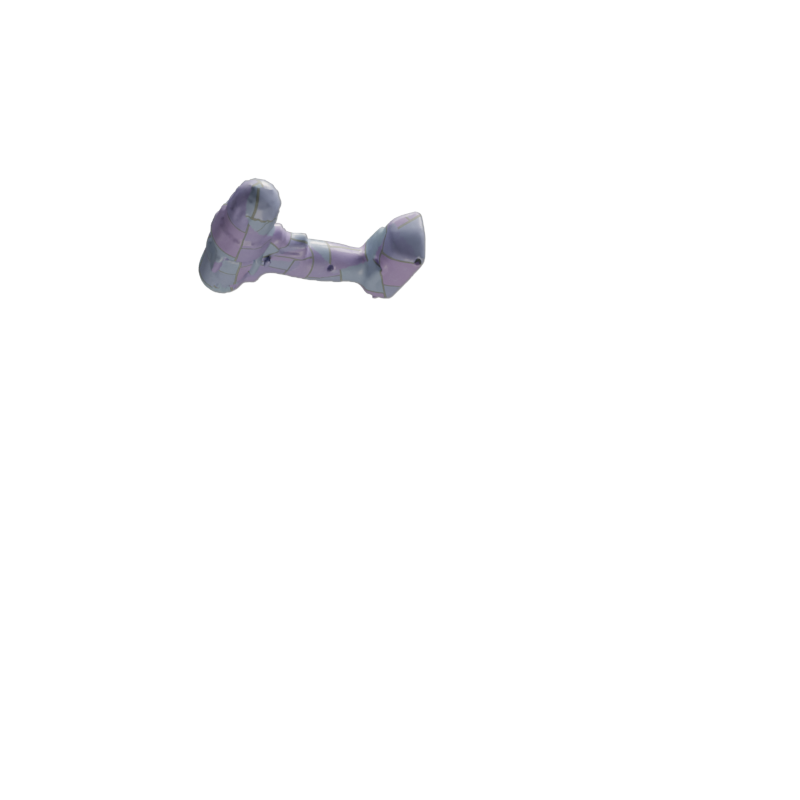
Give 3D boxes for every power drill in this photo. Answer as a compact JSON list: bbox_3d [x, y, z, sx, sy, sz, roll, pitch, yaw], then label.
[{"bbox_3d":[-0.077,-0.140,0.983,0.183,0.060,0.181,5,-16,-17],"label":"power drill"}]
